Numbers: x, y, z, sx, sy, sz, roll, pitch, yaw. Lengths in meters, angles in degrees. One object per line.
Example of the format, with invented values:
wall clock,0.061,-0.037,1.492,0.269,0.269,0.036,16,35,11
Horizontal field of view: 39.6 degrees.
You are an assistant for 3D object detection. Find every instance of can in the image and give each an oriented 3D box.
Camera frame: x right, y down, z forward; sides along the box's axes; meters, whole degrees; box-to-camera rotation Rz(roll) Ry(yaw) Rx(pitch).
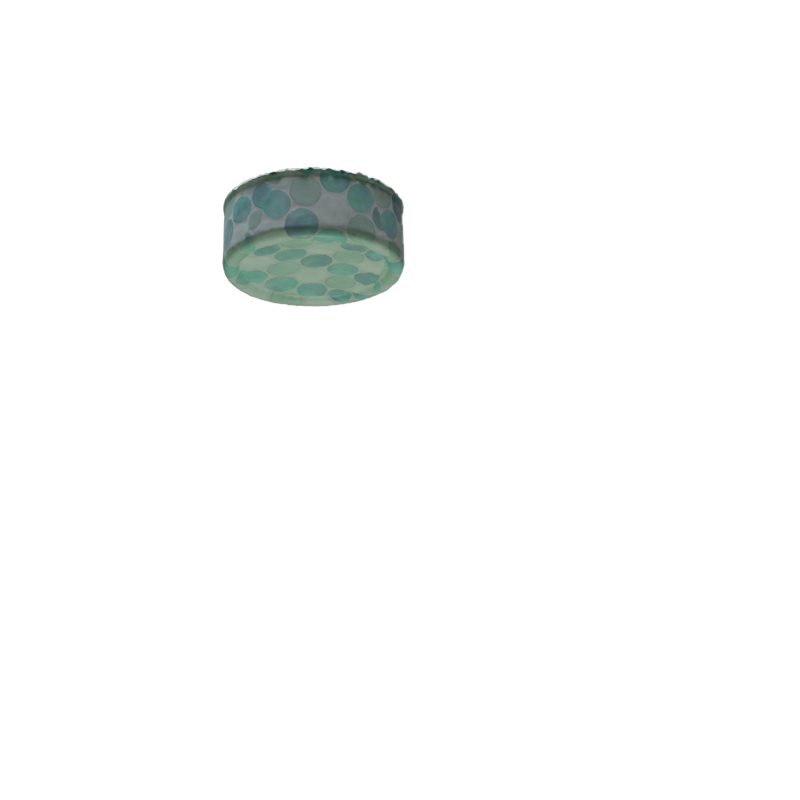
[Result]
can,-0.041,-0.074,0.519,0.086,0.035,0.082,0,-19,-2
